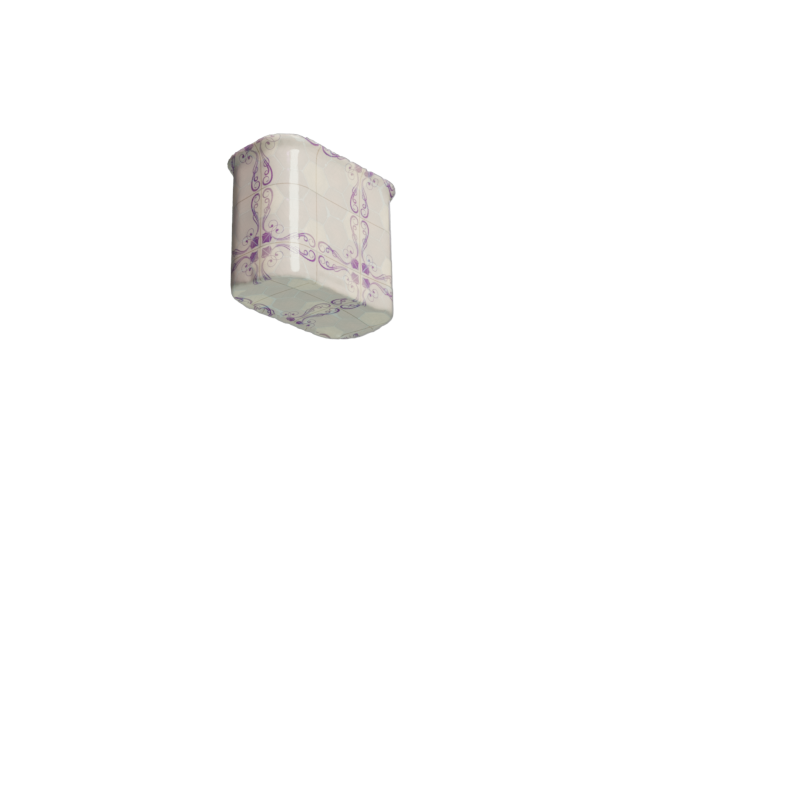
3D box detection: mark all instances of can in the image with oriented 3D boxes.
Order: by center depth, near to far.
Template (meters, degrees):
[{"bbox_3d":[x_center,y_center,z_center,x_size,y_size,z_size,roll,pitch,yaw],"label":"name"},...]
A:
[{"bbox_3d":[-0.049,-0.089,0.620,0.058,0.088,0.096,-21,-30,38],"label":"can"}]
